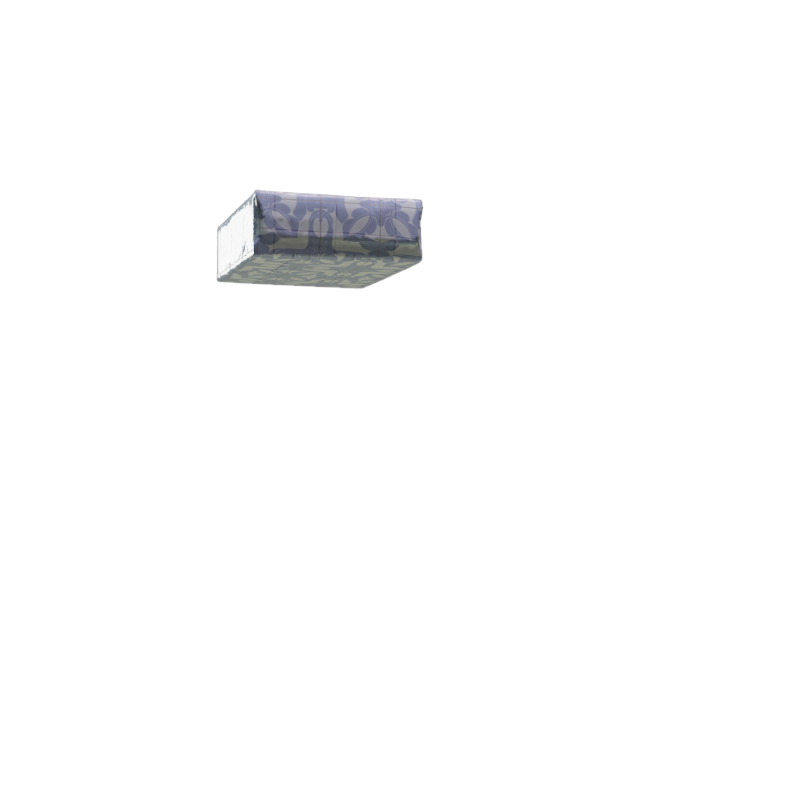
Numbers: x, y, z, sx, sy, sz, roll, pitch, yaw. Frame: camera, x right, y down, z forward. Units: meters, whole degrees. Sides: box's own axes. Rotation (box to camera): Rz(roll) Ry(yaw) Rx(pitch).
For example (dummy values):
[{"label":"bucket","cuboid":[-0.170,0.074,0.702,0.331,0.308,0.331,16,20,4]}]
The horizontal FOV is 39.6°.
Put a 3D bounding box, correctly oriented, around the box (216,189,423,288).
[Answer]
[{"label":"box","cuboid":[-0.038,-0.070,0.491,0.071,0.031,0.090,1,-3,-17]}]
